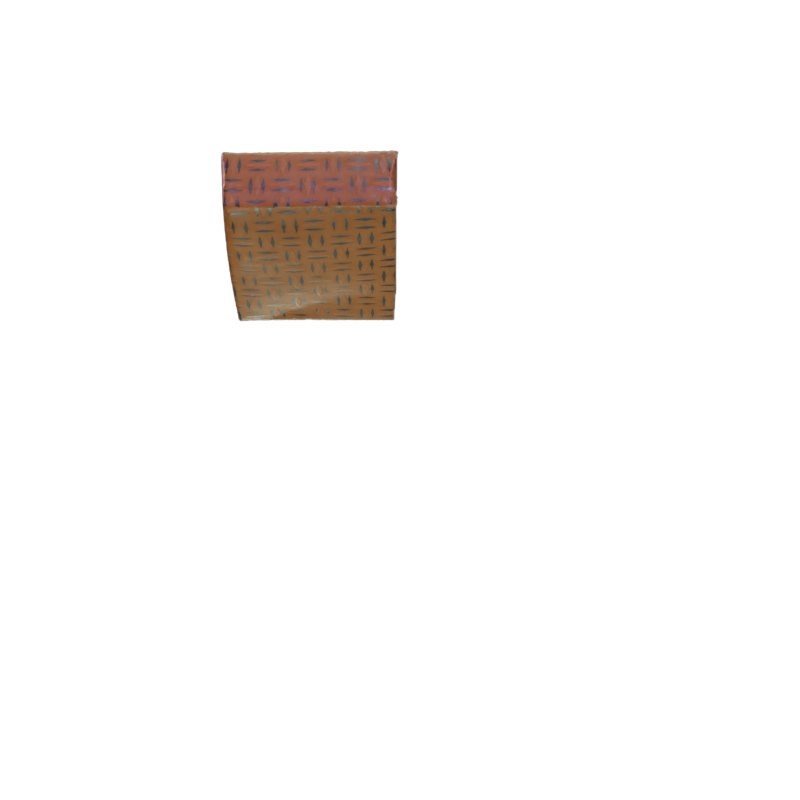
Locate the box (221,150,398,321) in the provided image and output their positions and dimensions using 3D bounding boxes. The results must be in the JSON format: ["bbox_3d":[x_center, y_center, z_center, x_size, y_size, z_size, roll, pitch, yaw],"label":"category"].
[{"bbox_3d":[-0.046,-0.084,0.588,0.090,0.041,0.106,0,-28,0],"label":"box"}]
